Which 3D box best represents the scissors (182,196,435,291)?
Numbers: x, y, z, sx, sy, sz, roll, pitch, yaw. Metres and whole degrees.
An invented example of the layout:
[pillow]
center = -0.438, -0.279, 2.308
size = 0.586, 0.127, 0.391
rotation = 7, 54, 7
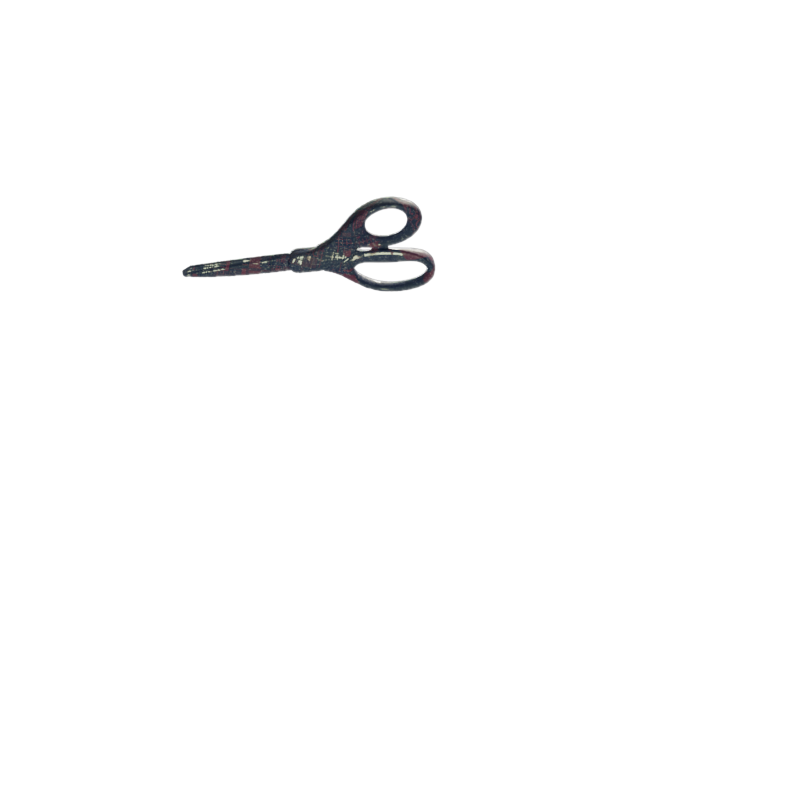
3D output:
[scissors]
center = -0.069, -0.125, 0.879
size = 0.200, 0.090, 0.017
rotation = 6, 38, -5
